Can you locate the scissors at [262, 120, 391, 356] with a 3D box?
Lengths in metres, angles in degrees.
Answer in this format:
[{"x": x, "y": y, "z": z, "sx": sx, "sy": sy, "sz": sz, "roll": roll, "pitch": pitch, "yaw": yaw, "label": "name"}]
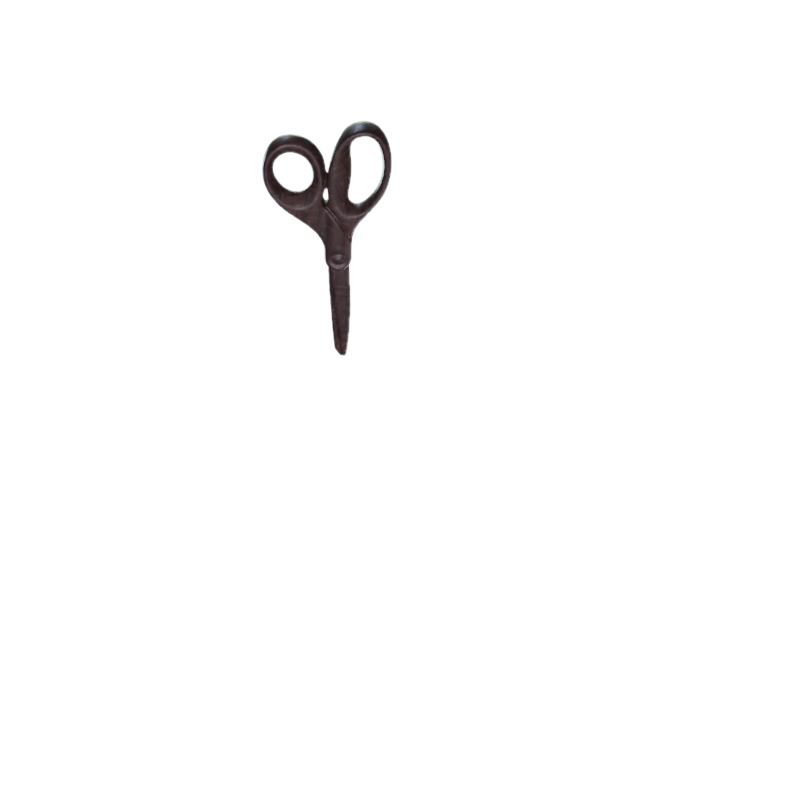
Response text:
[{"x": -0.062, "y": -0.112, "z": 0.786, "sx": 0.095, "sy": 0.191, "sz": 0.017, "roll": 12, "pitch": 38, "yaw": -10, "label": "scissors"}]
